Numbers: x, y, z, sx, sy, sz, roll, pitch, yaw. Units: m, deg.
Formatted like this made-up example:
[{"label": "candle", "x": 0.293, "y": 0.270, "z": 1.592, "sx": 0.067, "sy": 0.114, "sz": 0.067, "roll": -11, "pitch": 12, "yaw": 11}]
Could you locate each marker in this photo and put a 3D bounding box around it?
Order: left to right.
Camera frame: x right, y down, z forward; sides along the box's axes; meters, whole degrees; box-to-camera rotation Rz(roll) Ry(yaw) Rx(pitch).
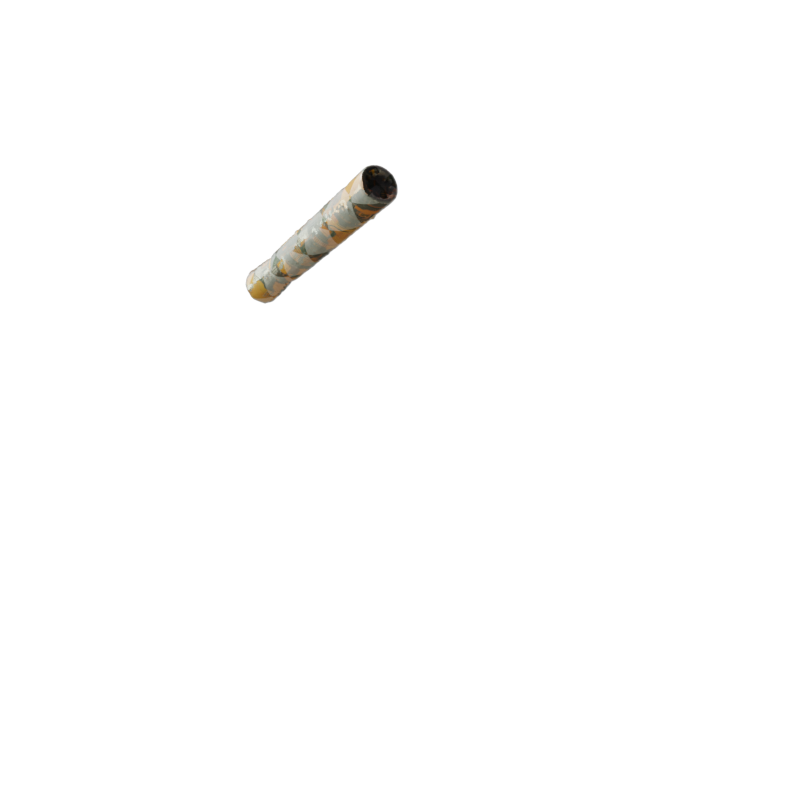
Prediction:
[{"label": "marker", "x": -0.040, "y": -0.074, "z": 0.516, "sx": 0.019, "sy": 0.021, "sz": 0.120, "roll": -2, "pitch": -17, "yaw": -34}]
